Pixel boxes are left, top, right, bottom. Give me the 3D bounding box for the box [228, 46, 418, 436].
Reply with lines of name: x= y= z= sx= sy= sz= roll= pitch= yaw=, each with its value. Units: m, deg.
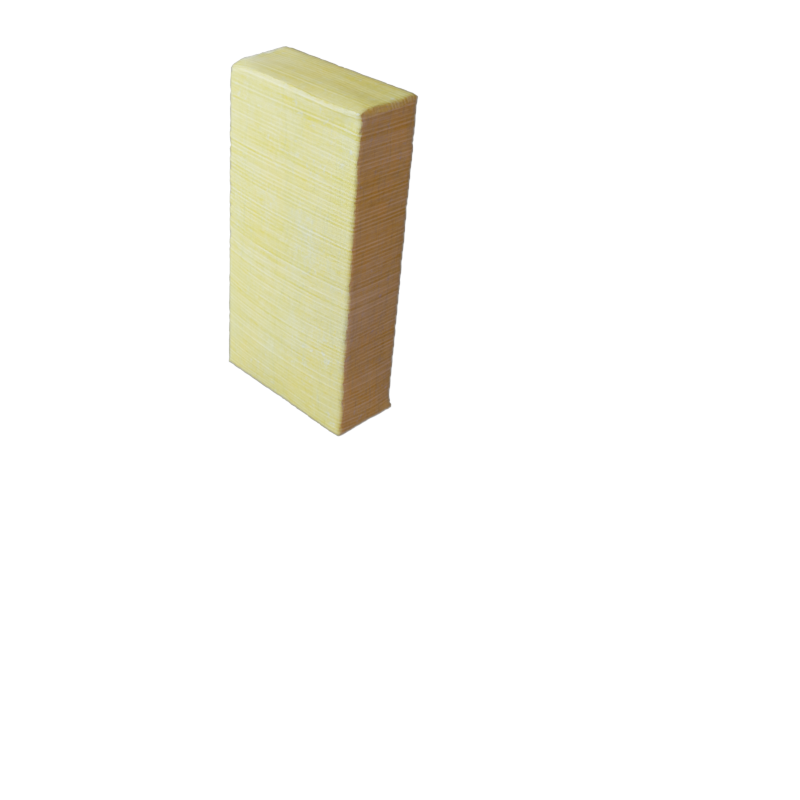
box: x=-0.044 y=-0.080 z=0.558 sx=0.048 sy=0.166 sz=0.100 roll=-25 pitch=41 yaw=-38
